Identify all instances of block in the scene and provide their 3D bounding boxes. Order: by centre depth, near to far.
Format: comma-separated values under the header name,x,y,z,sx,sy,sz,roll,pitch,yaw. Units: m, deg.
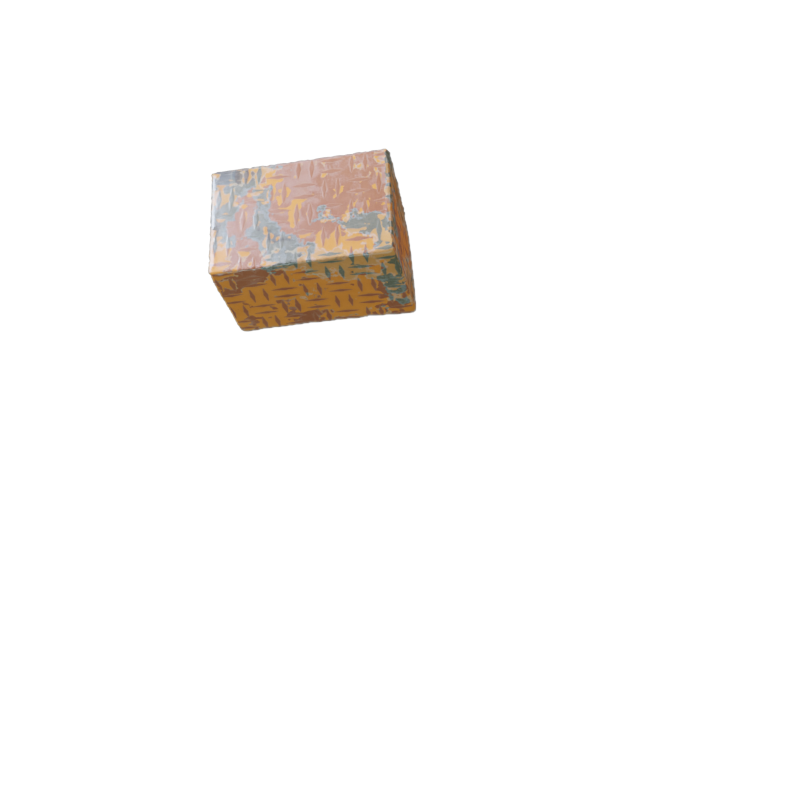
name,x,y,z,sx,sy,sz,roll,pitch,yaw
block,-0.036,-0.066,0.465,0.079,0.054,0.049,-6,-29,9
